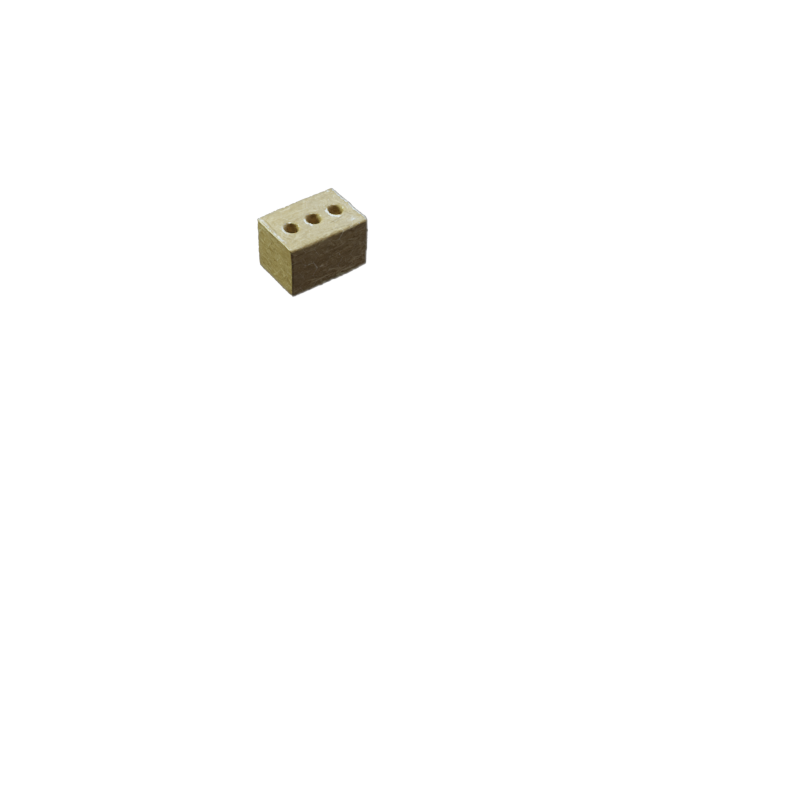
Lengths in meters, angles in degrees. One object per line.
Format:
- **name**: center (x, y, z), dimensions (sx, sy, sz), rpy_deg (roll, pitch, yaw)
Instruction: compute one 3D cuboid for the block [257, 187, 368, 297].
- **block**: center (-0.072, -0.131, 0.921), dimensions (0.078, 0.048, 0.057), rpy_deg (-27, 51, -26)
